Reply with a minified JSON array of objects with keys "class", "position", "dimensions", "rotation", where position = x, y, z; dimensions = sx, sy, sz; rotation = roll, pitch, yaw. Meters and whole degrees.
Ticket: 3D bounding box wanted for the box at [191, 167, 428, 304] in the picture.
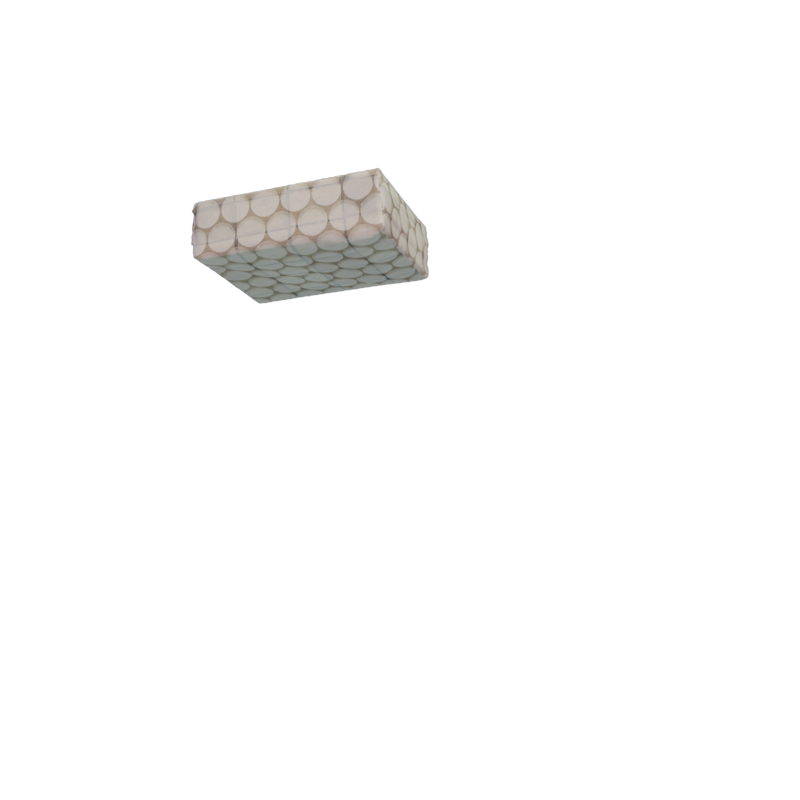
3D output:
[{"class":"box","position":[-0.049,-0.090,0.632],"dimensions":[0.116,0.040,0.085],"rotation":[-5,-15,19]}]
